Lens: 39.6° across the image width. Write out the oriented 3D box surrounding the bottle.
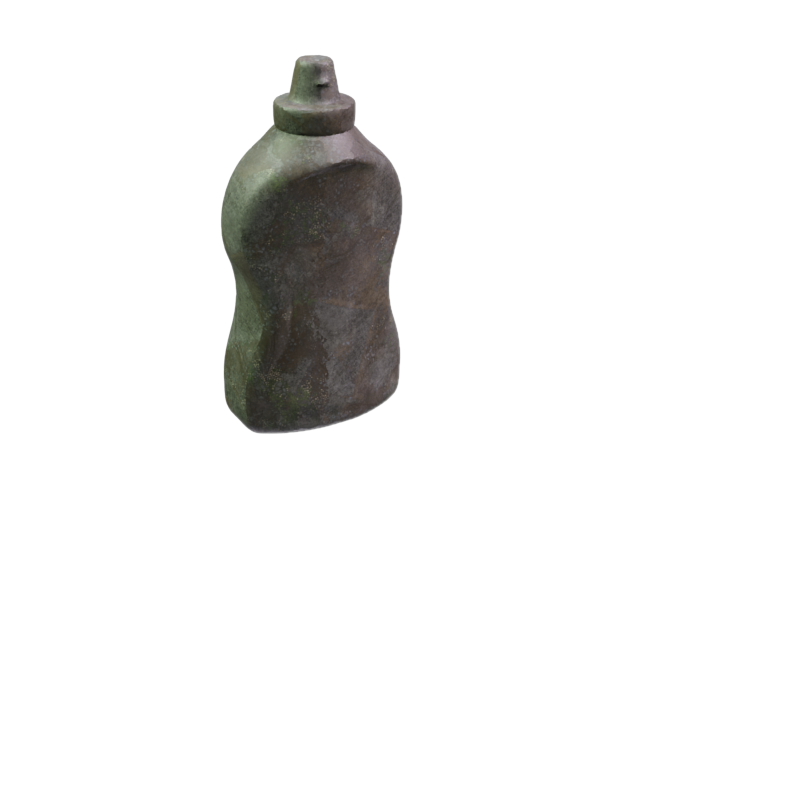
[{"bbox_3d":[-0.045,-0.082,0.572,0.094,0.182,0.062,-11,26,-27],"label":"bottle"}]
